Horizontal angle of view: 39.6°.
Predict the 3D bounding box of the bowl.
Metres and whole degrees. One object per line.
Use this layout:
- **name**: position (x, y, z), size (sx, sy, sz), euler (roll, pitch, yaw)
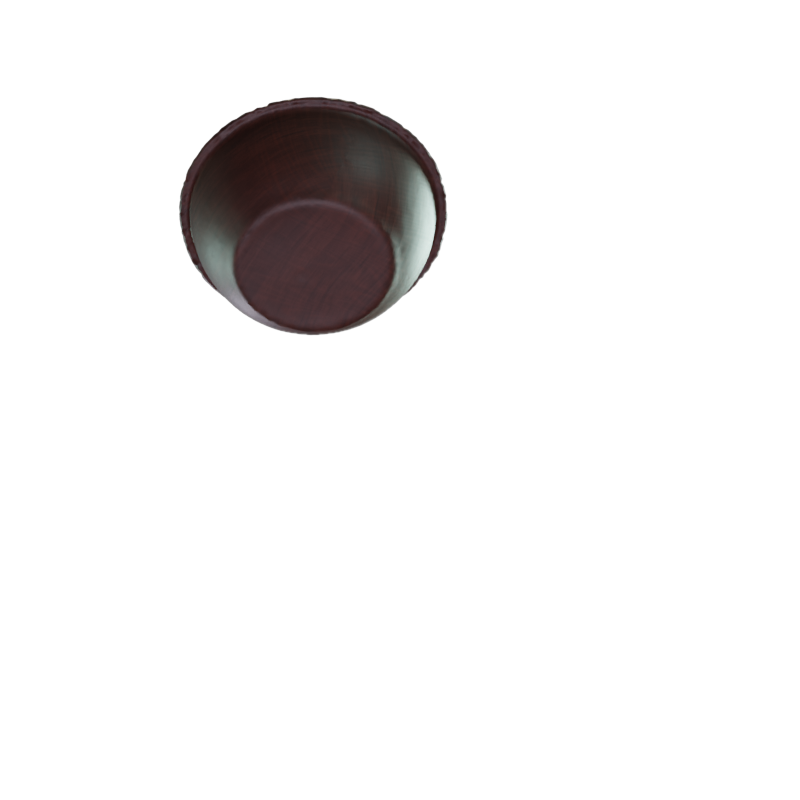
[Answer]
- **bowl**: position (-0.051, -0.092, 0.646), size (0.162, 0.152, 0.059), euler (1, 37, -1)
